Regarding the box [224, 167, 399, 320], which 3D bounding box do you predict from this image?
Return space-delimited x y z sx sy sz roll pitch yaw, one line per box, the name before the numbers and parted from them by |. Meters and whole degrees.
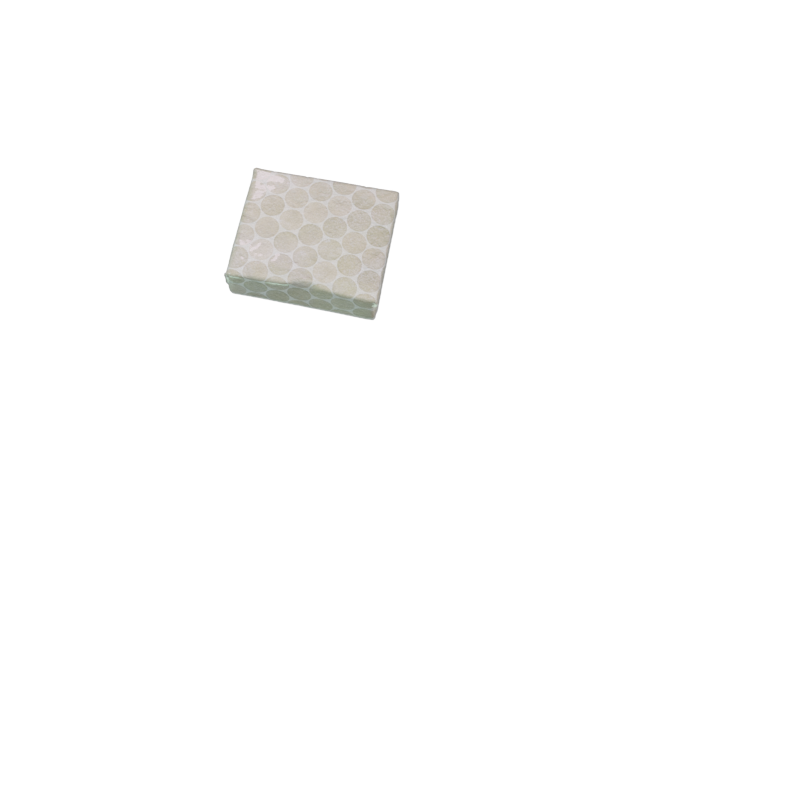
box | -0.051 -0.092 0.646 0.090 0.077 0.028 10 -25 4
